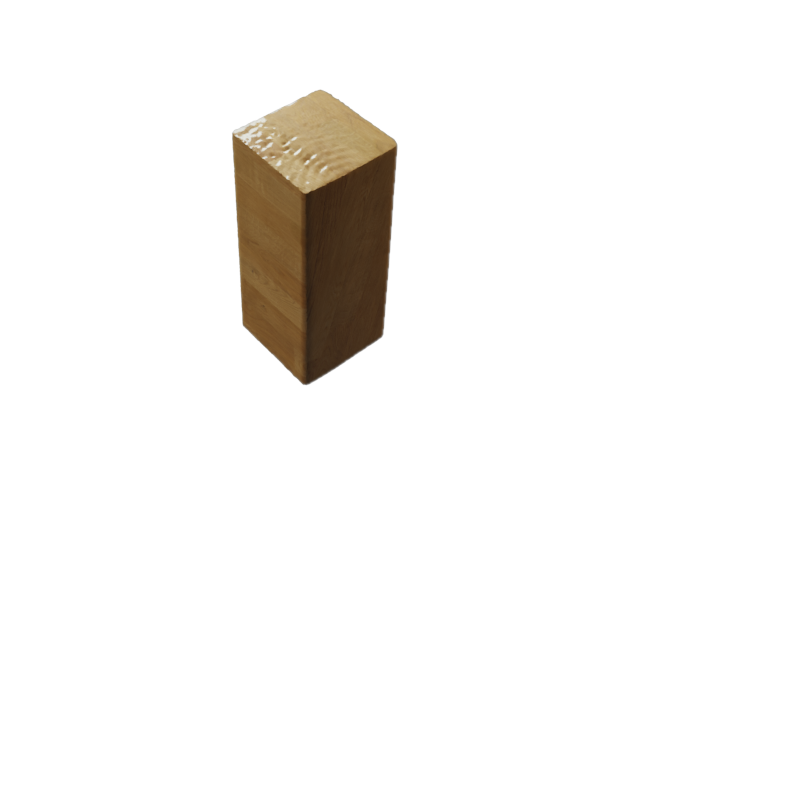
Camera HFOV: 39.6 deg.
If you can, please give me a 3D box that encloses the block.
[{"bbox_3d":[-0.067,-0.124,0.870,0.090,0.192,0.097,-31,56,-28],"label":"block"}]
